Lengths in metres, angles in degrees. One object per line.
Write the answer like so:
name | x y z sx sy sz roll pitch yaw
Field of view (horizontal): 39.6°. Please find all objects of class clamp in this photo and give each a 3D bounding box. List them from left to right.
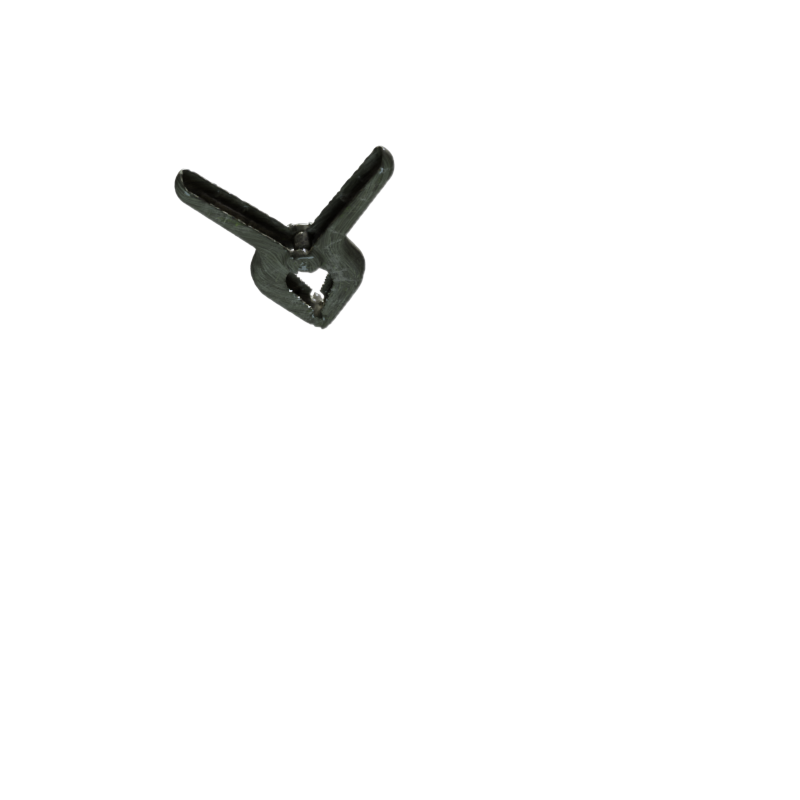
clamp | -0.069 -0.127 0.888 0.166 0.039 0.194 -8 -33 11
